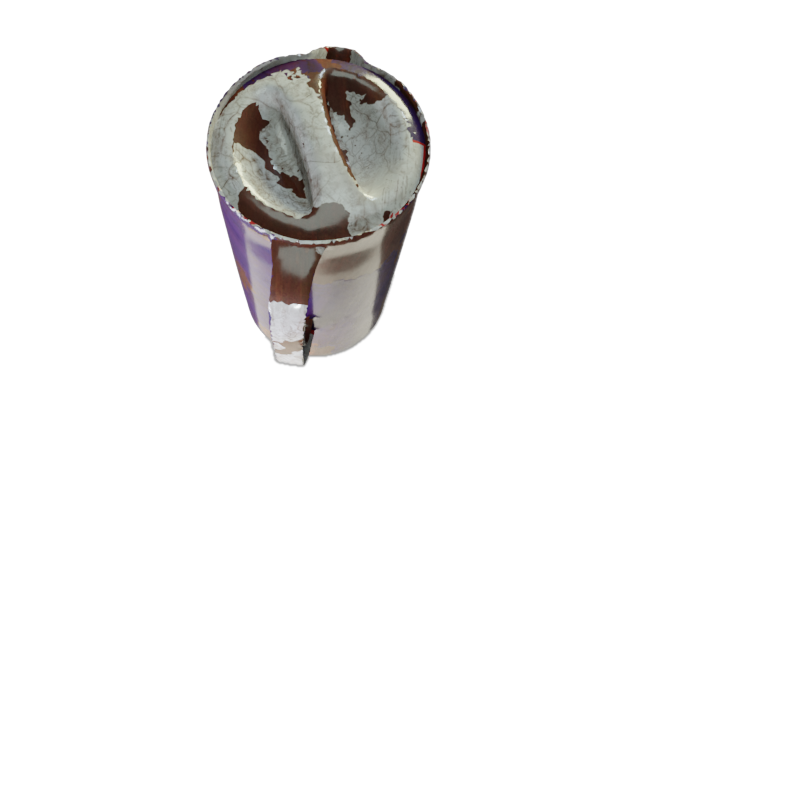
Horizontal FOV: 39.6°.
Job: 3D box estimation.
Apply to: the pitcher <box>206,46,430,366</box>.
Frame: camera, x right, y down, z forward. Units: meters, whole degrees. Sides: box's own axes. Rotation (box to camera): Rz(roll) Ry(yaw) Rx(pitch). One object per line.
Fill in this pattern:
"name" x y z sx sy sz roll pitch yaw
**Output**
"pitcher" -0.059 -0.108 0.755 0.150 0.152 0.231 -35 -15 -15
